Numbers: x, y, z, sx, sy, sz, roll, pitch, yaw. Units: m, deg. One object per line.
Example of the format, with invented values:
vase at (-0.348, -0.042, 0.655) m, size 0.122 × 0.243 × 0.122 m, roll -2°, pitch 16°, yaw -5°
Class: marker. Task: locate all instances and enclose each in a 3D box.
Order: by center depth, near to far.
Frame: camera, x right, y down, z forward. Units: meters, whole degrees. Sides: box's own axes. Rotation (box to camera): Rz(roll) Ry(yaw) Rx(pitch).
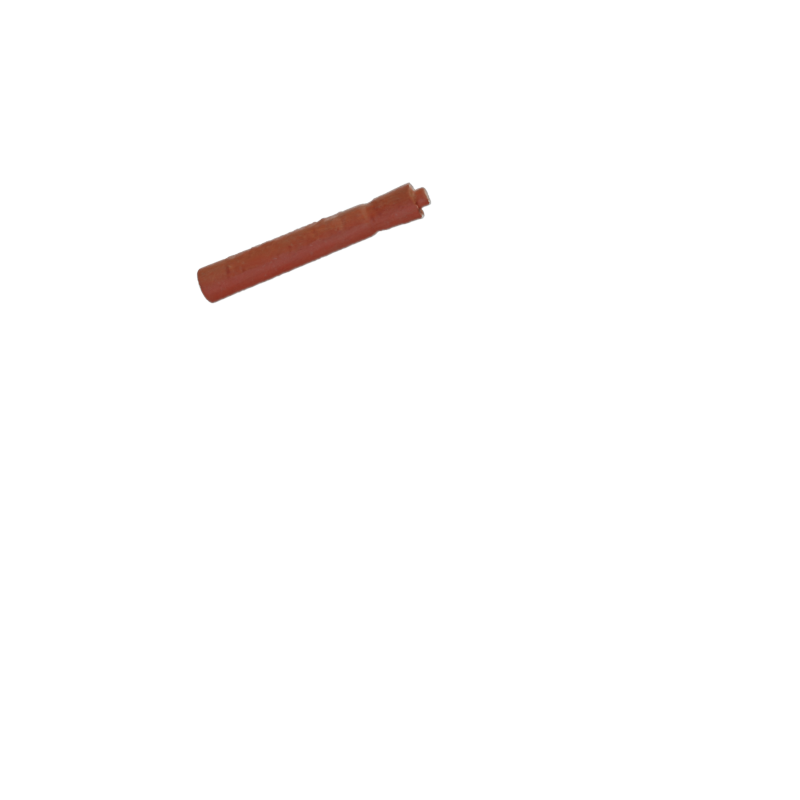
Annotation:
marker at (-0.042, -0.077, 0.542) m, size 0.121 × 0.020 × 0.019 m, roll -20°, pitch -1°, yaw 14°
